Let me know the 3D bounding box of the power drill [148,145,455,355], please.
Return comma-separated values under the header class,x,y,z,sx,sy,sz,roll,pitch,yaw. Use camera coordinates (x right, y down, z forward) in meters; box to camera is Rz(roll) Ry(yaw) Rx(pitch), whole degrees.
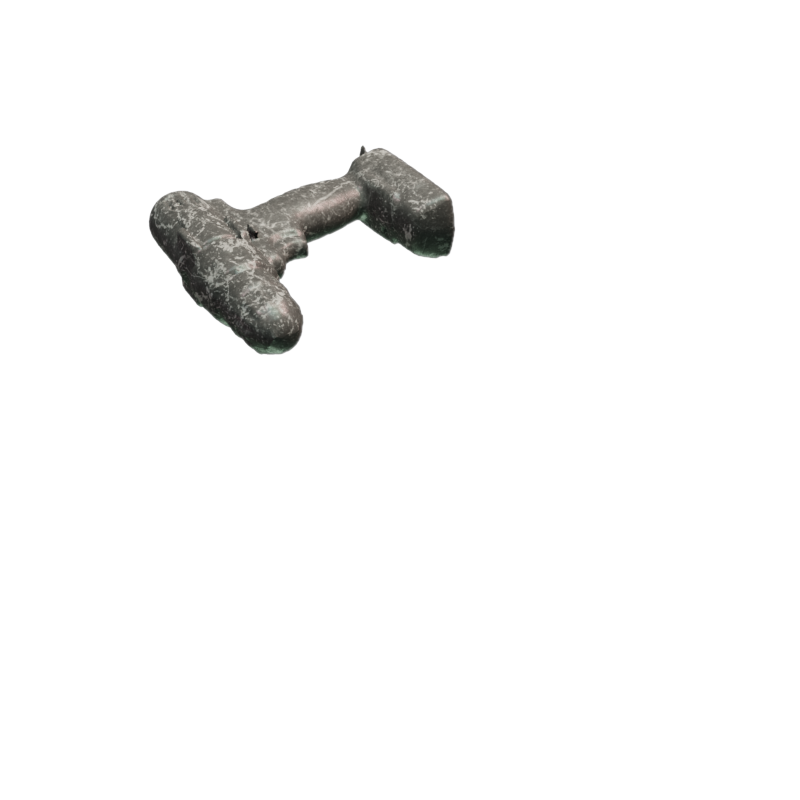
class,x,y,z,sx,sy,sz,roll,pitch,yaw
power drill,-0.059,-0.108,0.758,0.185,0.054,0.199,-19,41,-24
